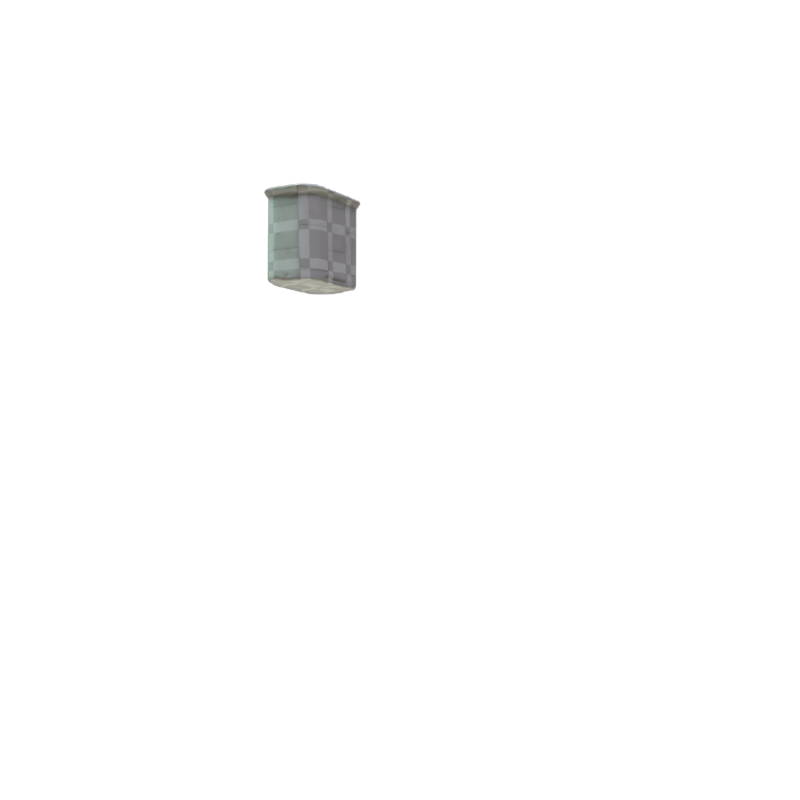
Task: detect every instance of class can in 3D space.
[{"bbox_3d":[-0.078,-0.142,0.995,0.059,0.086,0.097,-4,-7,27],"label":"can"}]
